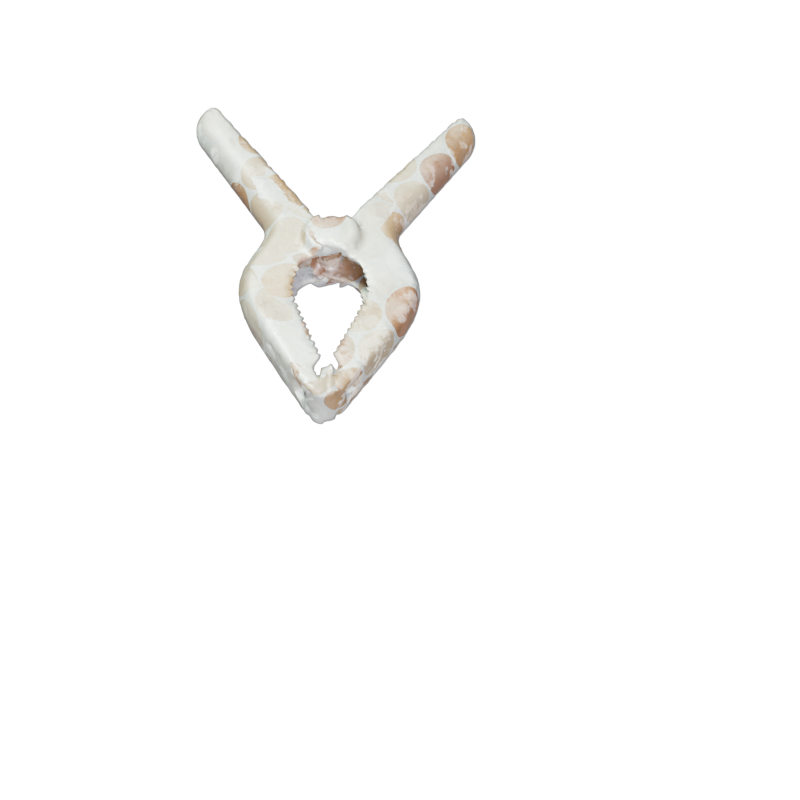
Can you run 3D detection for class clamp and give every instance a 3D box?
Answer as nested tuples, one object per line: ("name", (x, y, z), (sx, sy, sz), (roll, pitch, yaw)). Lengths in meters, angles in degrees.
("clamp", (-0.047, -0.087, 0.607), (0.166, 0.223, 0.034), (6, -37, 4))
